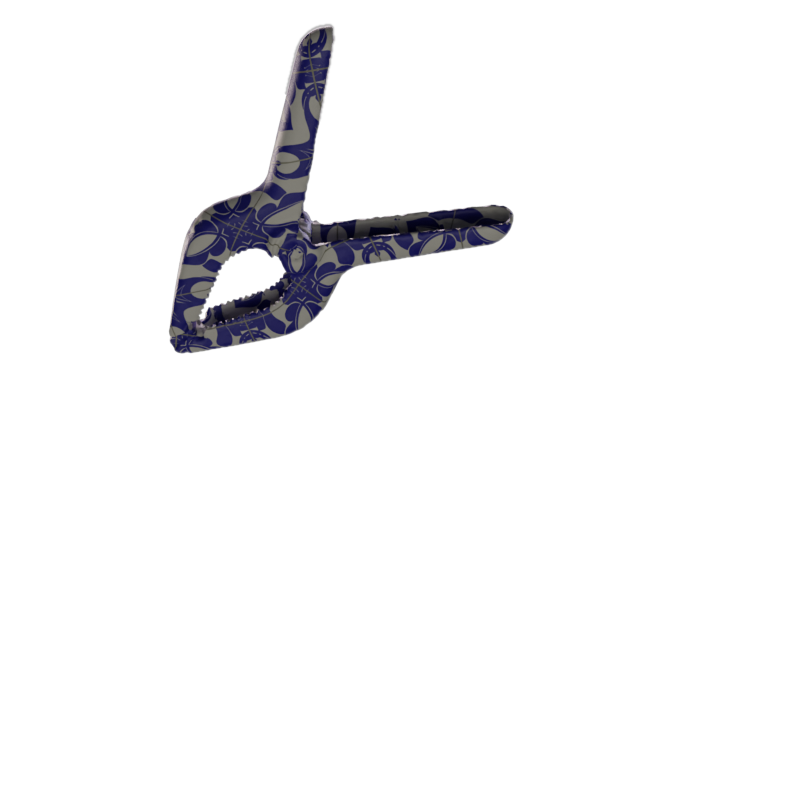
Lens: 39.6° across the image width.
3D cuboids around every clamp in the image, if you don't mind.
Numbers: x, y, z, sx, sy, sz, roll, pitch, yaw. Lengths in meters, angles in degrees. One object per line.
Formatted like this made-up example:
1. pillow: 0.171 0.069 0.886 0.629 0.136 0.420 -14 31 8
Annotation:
1. clamp: -0.050 -0.092 0.645 0.157 0.207 0.039 37 24 -20
